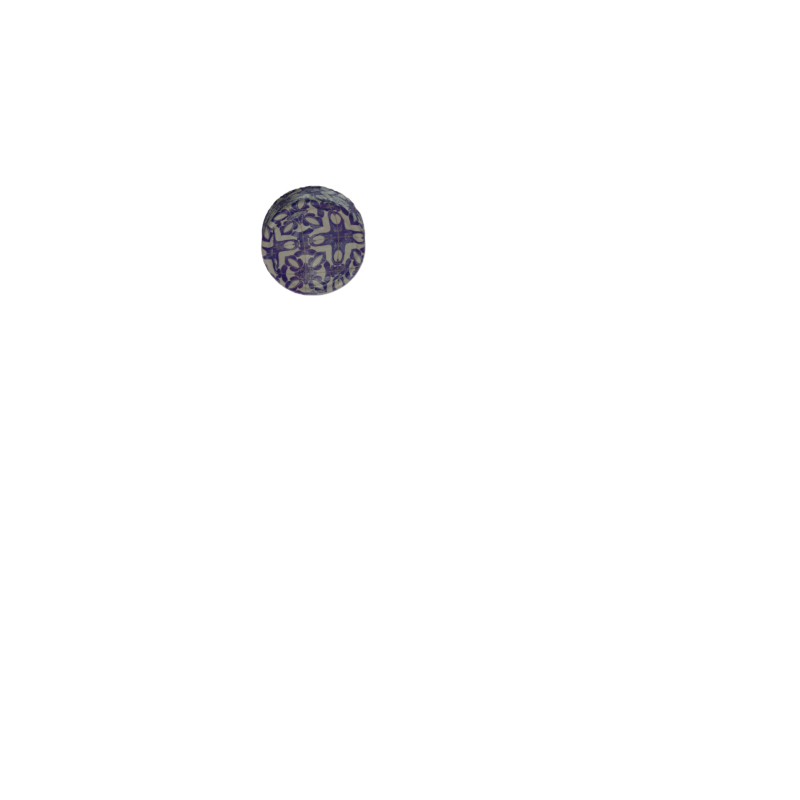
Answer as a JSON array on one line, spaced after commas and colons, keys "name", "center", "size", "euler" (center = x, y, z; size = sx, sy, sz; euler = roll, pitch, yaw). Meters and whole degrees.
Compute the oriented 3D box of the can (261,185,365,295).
[{"name": "can", "center": [-0.071, -0.129, 0.903], "size": [0.086, 0.082, 0.035], "euler": [1, 24, -1]}]
